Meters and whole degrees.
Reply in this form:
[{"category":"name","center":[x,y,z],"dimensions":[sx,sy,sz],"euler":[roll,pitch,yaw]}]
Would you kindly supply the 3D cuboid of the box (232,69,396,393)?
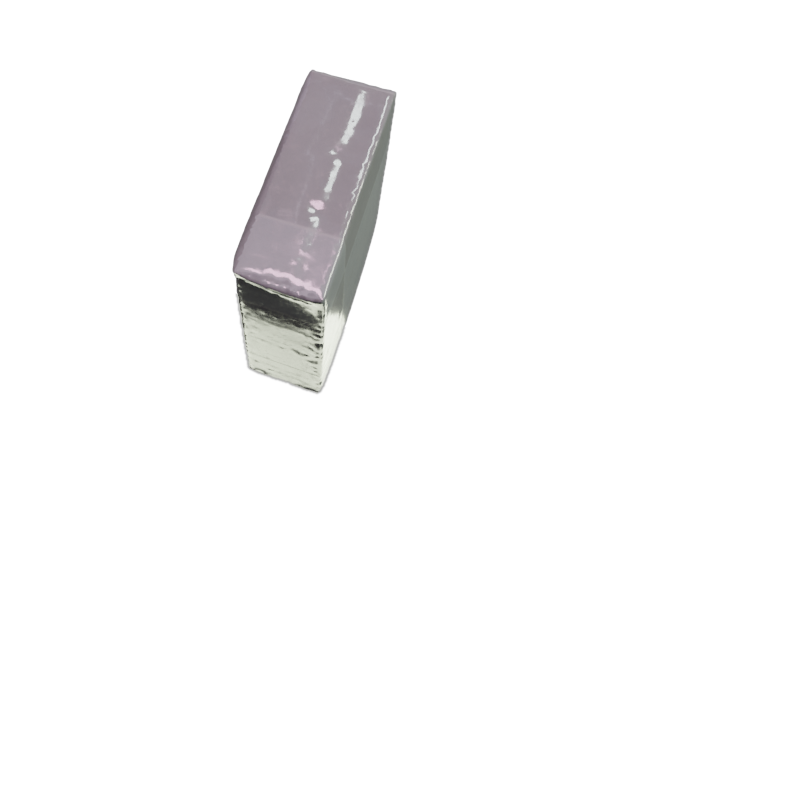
[{"category":"box","center":[-0.064,-0.118,0.823],"dimensions":[0.072,0.170,0.204],"euler":[17,-19,1]}]
